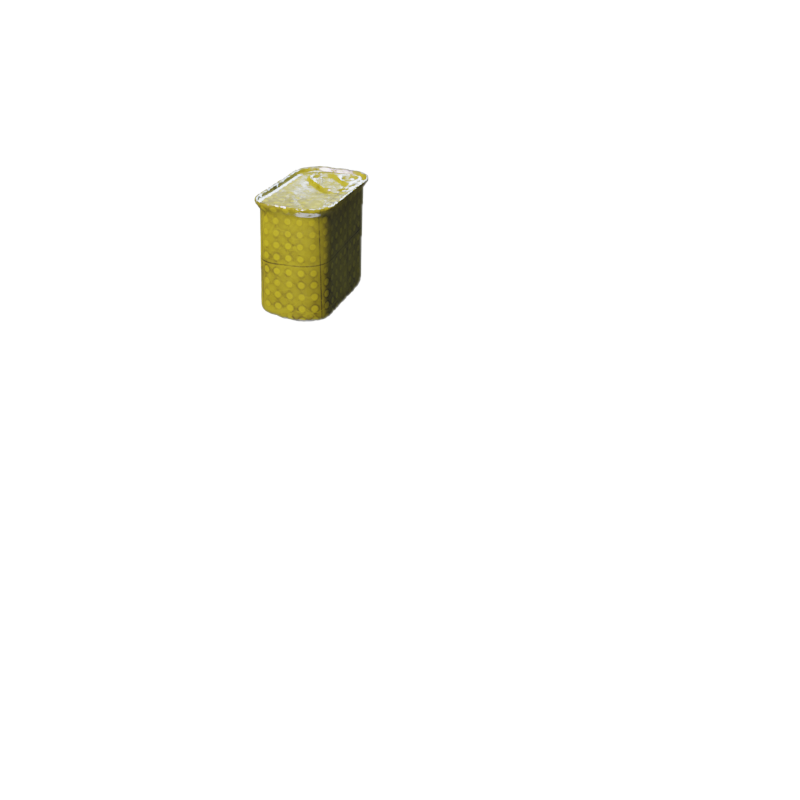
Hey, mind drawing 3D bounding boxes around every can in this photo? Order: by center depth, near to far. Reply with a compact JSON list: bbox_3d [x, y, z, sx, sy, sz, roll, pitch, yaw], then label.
[{"bbox_3d":[-0.062,-0.114,0.796,0.059,0.080,0.104,9,26,17],"label":"can"}]
